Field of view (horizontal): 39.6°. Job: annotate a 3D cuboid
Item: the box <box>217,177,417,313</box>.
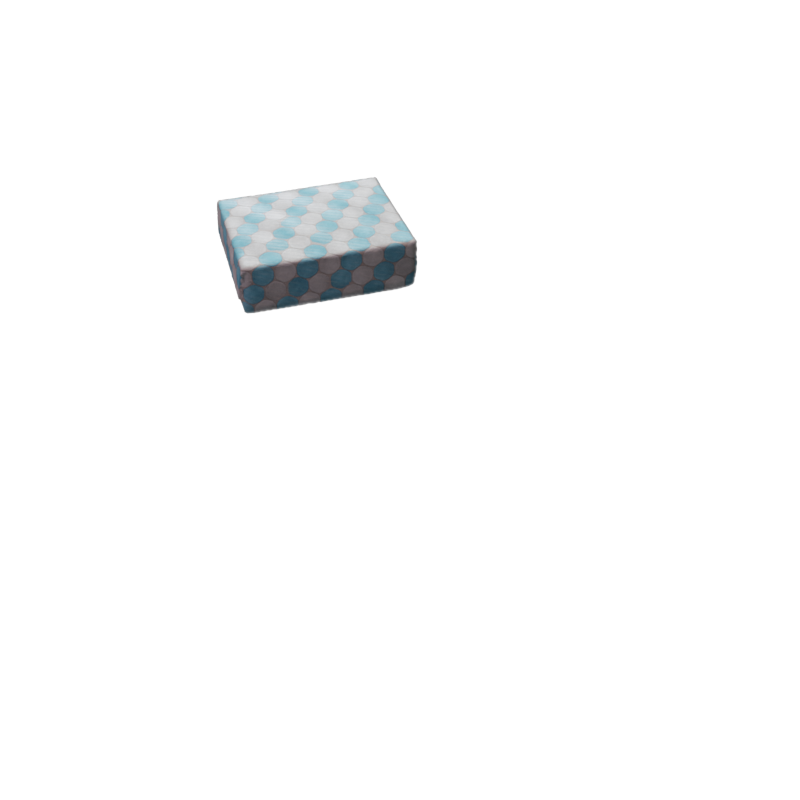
[{"bbox_3d":[-0.056,-0.102,0.712,0.112,0.036,0.097,-9,38,-13],"label":"box"}]
